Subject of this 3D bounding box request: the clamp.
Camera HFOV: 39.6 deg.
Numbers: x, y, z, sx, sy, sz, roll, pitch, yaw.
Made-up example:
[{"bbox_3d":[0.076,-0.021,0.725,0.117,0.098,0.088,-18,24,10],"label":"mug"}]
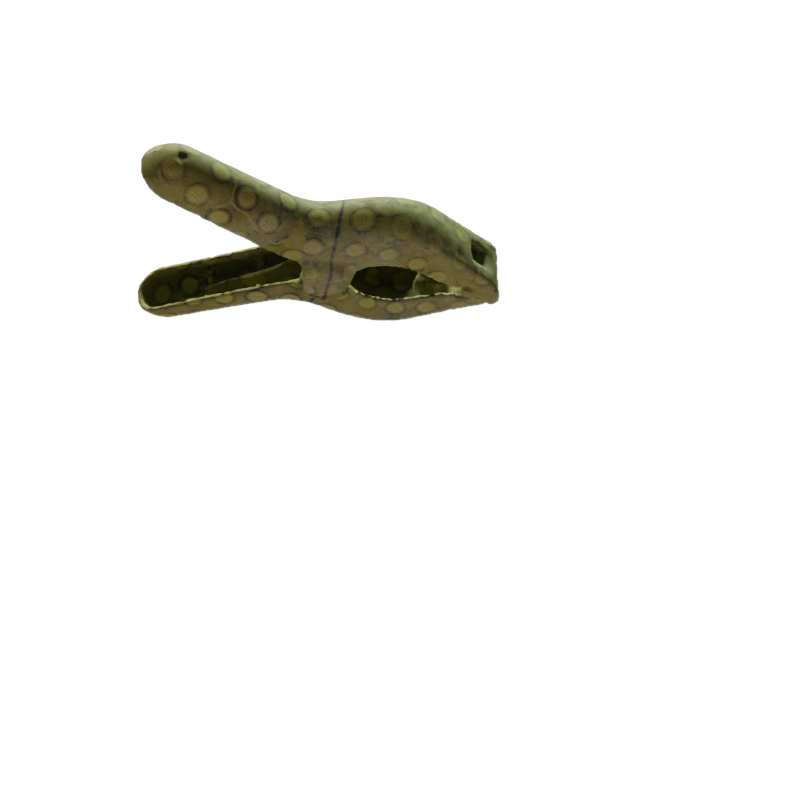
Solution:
[{"bbox_3d":[-0.039,-0.071,0.494,0.171,0.041,0.114,0,-21,-1],"label":"clamp"}]
